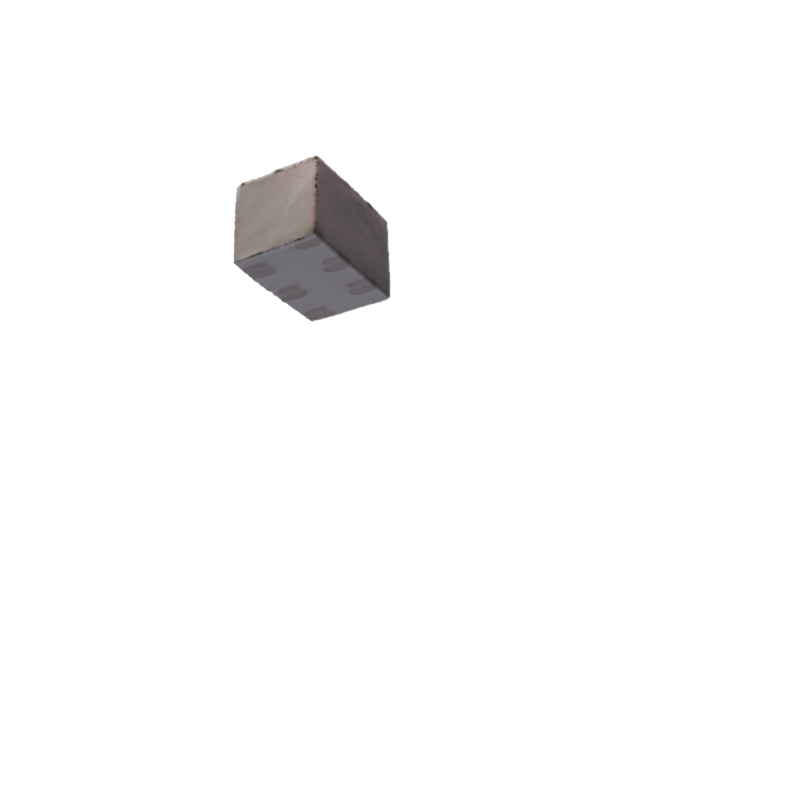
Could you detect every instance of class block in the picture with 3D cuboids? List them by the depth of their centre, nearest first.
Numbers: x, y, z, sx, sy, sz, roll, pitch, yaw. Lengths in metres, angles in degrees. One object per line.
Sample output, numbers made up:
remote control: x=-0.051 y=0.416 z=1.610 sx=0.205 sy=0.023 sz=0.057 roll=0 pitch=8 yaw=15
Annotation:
block: x=-0.047 y=-0.085 z=0.595 sx=0.053 sy=0.054 sz=0.072 roll=-16 pitch=-31 yaw=26
